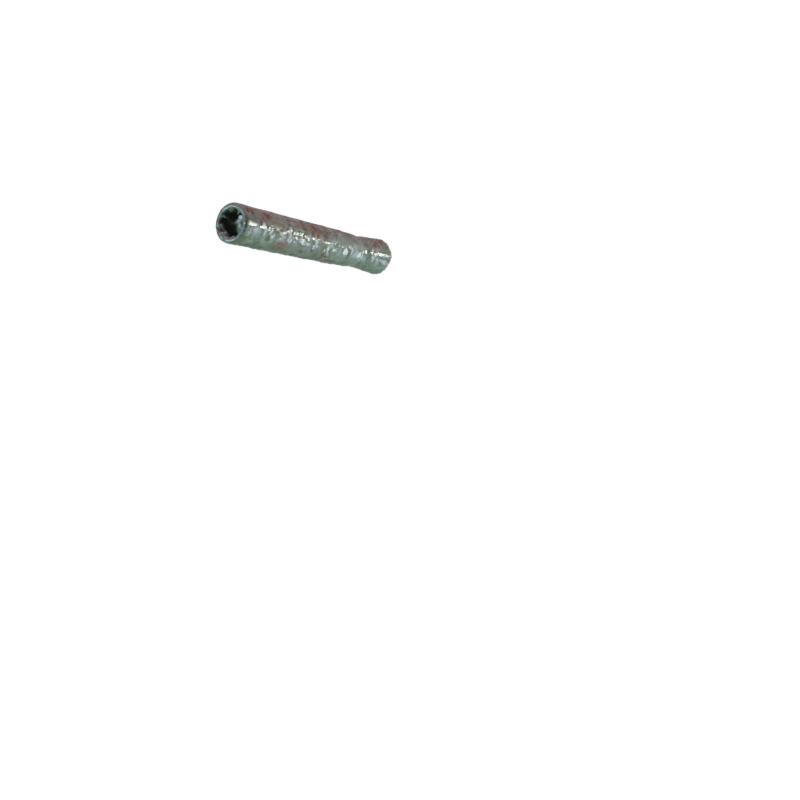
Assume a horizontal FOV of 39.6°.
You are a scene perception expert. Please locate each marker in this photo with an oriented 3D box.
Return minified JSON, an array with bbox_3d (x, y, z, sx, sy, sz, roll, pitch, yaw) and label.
[{"bbox_3d":[-0.042,-0.077,0.538,0.020,0.020,0.115,3,0,35],"label":"marker"}]
